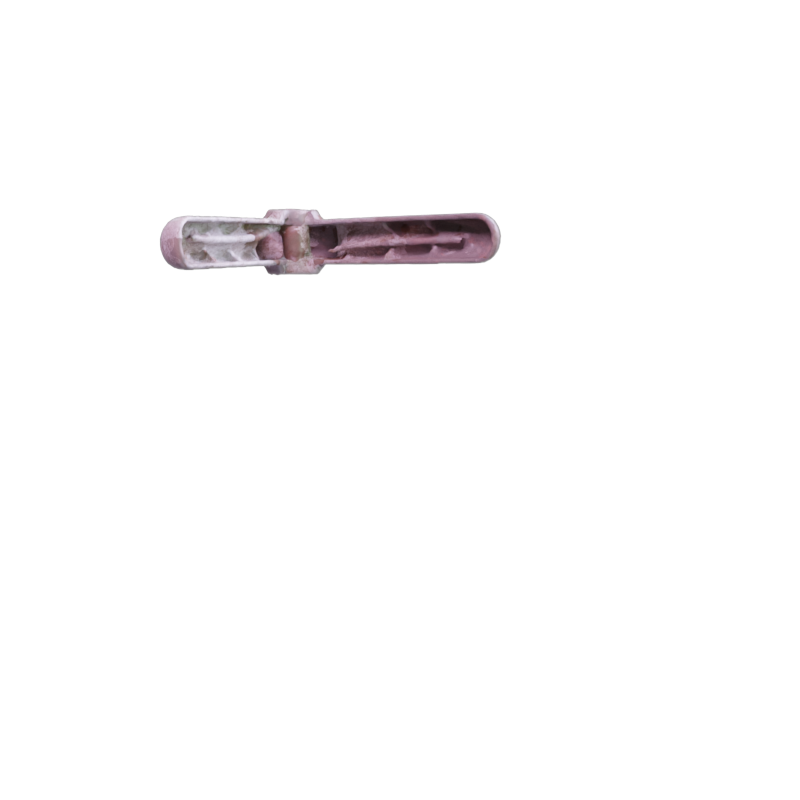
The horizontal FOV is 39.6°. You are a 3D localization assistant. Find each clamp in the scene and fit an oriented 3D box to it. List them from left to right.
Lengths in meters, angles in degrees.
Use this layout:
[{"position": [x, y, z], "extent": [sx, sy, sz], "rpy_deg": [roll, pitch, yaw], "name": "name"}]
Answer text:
[{"position": [-0.048, -0.087, 0.608], "extent": [0.163, 0.036, 0.214], "rpy_deg": [-1, 8, -10], "name": "clamp"}]
